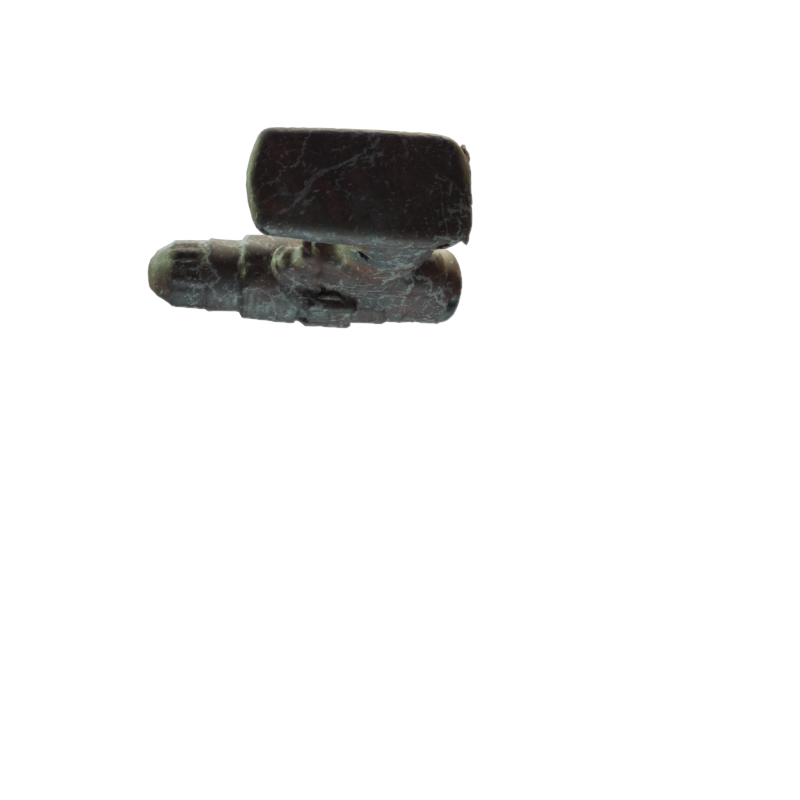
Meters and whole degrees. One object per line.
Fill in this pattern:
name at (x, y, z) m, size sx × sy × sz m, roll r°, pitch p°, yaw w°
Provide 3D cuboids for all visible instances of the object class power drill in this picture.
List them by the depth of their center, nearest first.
power drill at (-0.046, -0.084, 0.591) m, size 0.183 × 0.059 × 0.183 m, roll 1°, pitch -10°, yaw -6°
